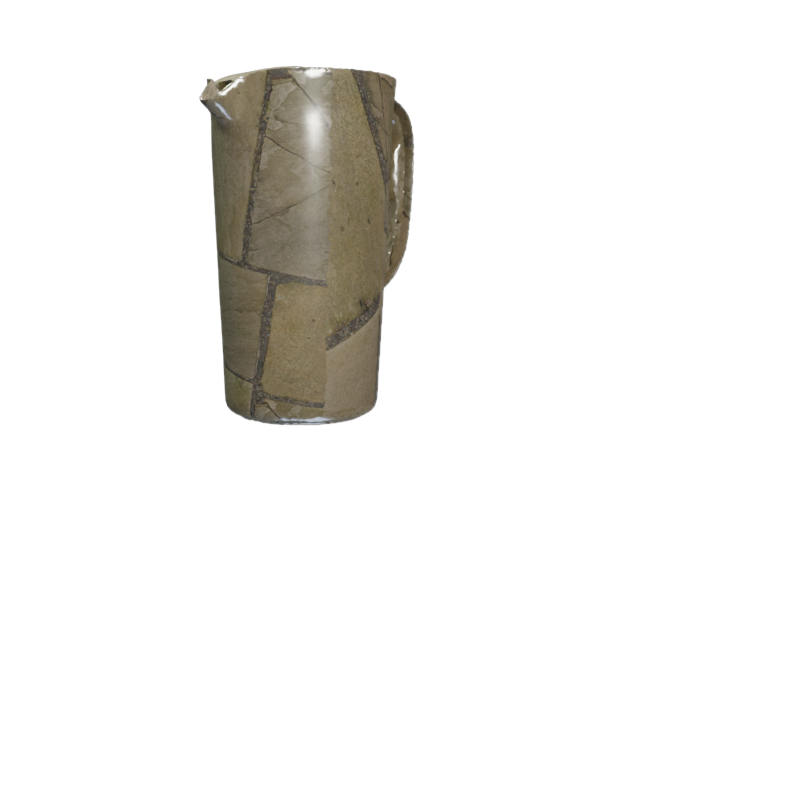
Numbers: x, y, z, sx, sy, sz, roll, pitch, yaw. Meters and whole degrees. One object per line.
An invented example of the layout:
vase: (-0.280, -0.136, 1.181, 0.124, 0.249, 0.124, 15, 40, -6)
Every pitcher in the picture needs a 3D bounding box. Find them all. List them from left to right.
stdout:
pitcher: (-0.062, -0.113, 0.789, 0.149, 0.241, 0.146, 0, 4, 0)
